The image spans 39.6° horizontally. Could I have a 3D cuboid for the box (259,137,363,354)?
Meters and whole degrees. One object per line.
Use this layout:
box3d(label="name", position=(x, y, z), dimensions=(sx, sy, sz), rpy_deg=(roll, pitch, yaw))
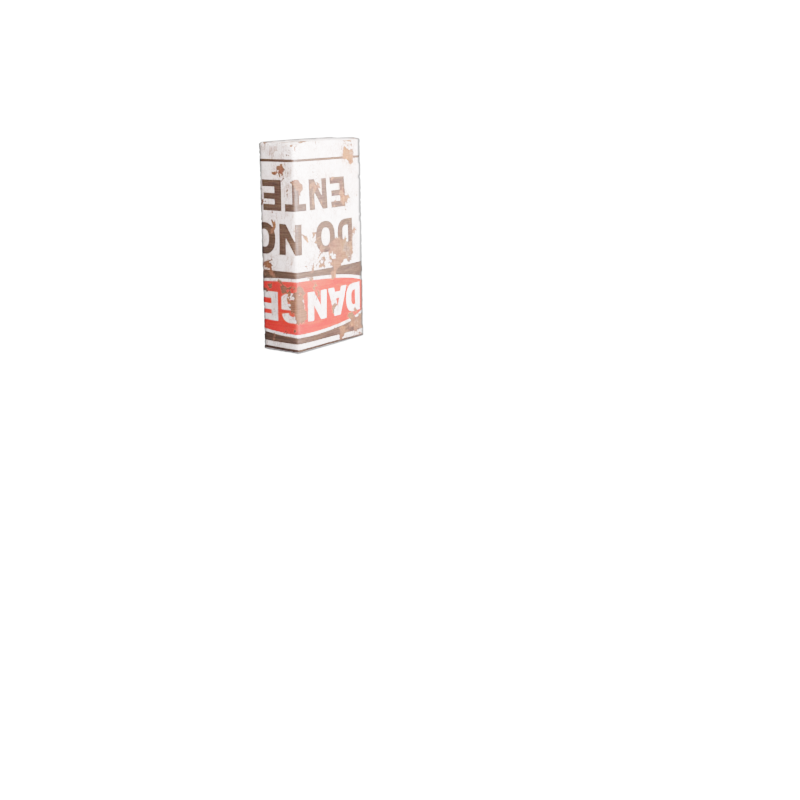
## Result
box3d(label="box", position=(-0.074, -0.136, 0.952), dimensions=(0.050, 0.172, 0.091), rpy_deg=(8, 14, 36))
